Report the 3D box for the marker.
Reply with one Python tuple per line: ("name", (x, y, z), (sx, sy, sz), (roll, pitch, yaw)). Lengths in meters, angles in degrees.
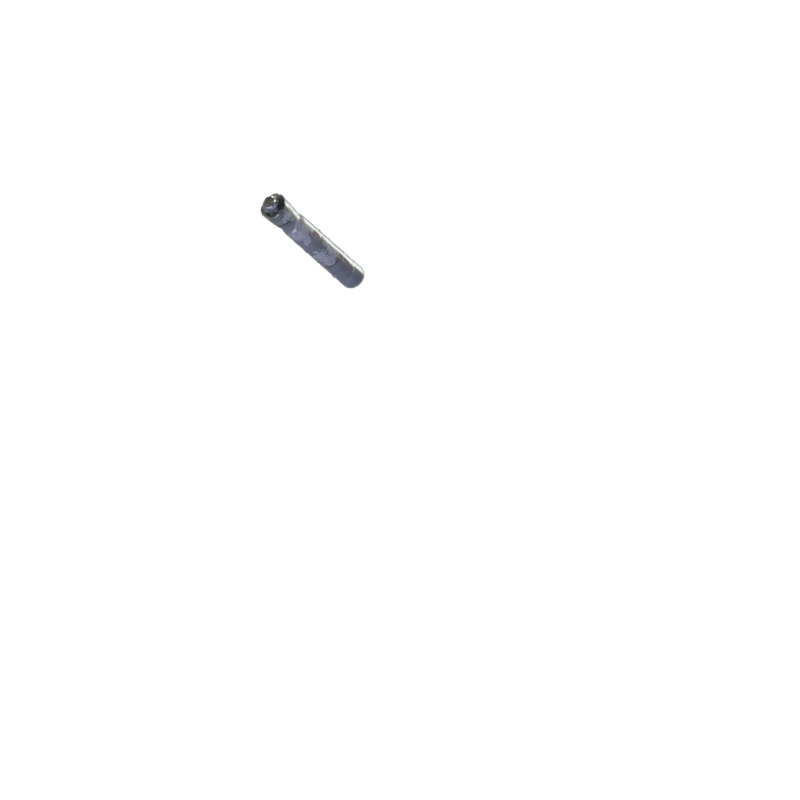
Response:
("marker", (-0.060, -0.110, 0.768), (0.020, 0.020, 0.112), (3, -19, 30))
